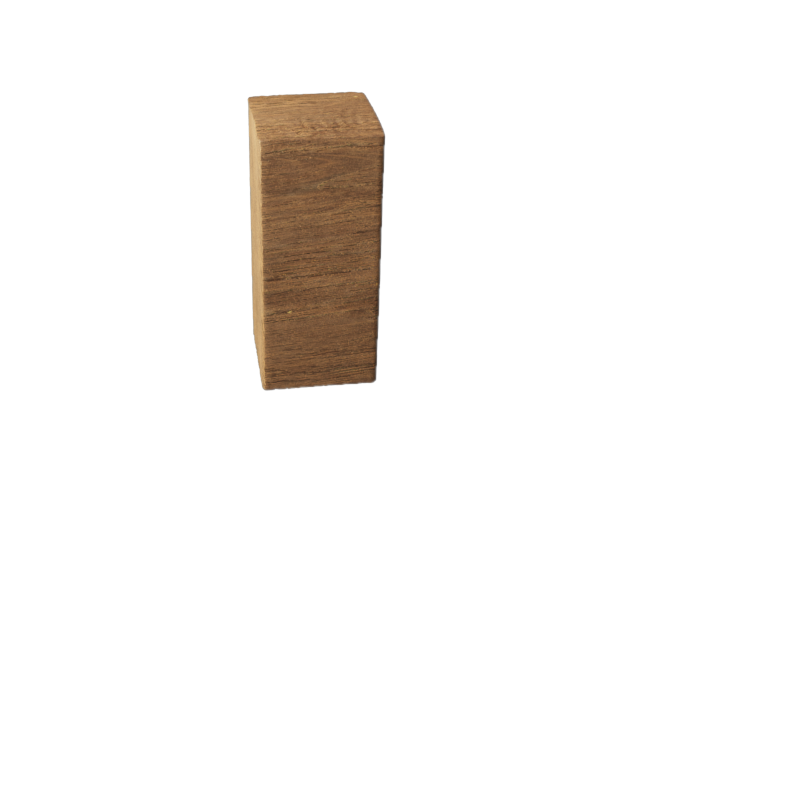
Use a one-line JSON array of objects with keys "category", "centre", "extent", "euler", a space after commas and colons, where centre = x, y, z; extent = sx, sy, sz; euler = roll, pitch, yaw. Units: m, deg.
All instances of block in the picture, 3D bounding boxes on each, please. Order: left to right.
[{"category": "block", "centre": [-0.066, -0.120, 0.841], "extent": [0.090, 0.194, 0.097], "euler": [-4, 31, -10]}]
